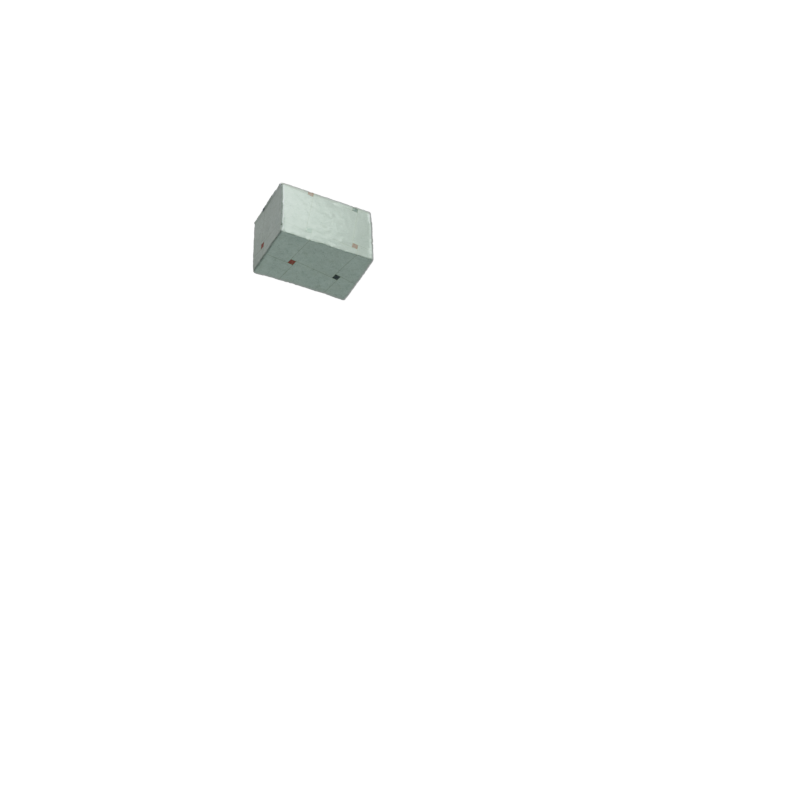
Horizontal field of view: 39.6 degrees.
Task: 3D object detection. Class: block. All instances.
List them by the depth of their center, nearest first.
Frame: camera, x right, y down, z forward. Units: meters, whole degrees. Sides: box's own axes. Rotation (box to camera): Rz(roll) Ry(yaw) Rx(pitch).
[{"bbox_3d":[-0.065,-0.119,0.833,0.075,0.055,0.051,17,-42,-21],"label":"block"}]
